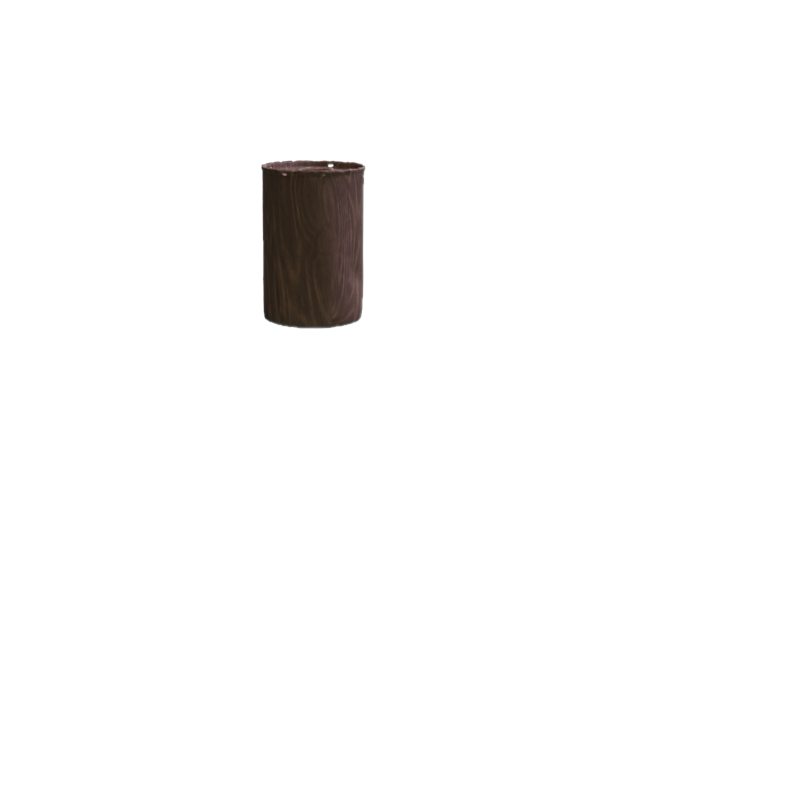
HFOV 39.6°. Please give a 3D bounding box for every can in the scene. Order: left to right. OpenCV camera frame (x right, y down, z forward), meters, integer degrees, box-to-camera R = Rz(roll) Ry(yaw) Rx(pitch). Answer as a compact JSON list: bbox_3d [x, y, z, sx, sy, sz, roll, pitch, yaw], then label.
[{"bbox_3d":[-0.057,-0.104,0.731,0.068,0.100,0.071,0,13,-2],"label":"can"}]
